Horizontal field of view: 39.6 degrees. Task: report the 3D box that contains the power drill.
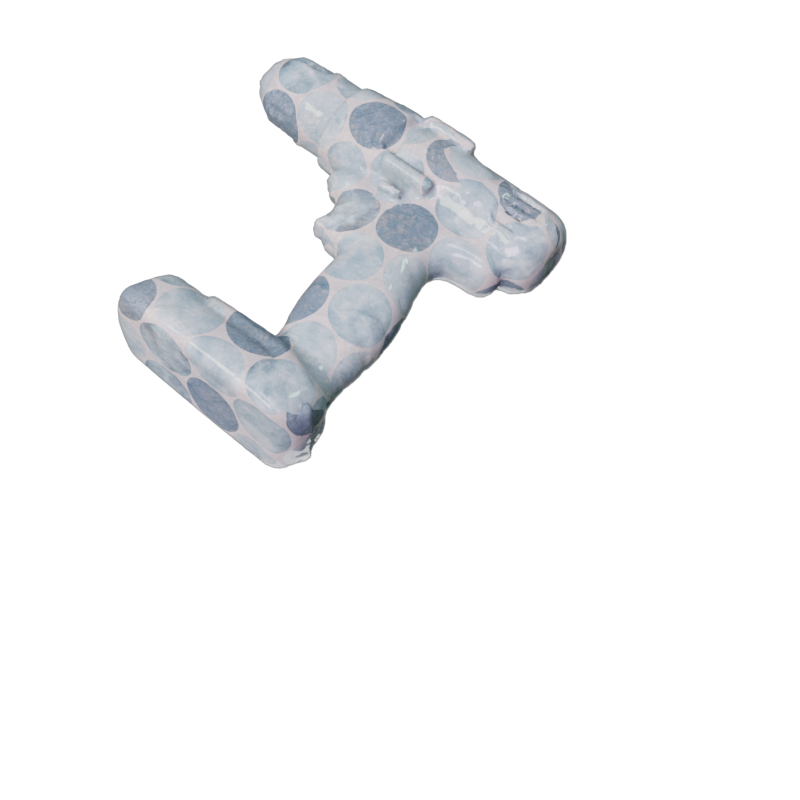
[{"bbox_3d":[-0.041,-0.075,0.529,0.194,0.191,0.054,35,-28,21],"label":"power drill"}]
